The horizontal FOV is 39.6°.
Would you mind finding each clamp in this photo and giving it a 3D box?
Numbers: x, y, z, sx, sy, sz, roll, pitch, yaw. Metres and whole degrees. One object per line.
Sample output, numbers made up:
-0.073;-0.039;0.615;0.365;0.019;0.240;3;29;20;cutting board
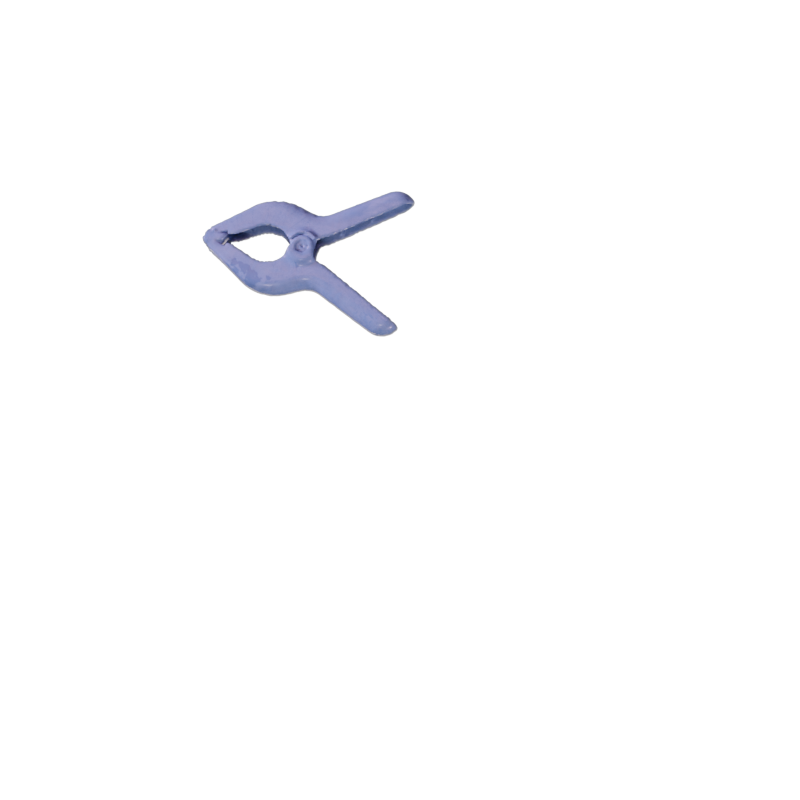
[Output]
-0.071;-0.129;0.902;0.174;0.125;0.037;16;-21;6;clamp
